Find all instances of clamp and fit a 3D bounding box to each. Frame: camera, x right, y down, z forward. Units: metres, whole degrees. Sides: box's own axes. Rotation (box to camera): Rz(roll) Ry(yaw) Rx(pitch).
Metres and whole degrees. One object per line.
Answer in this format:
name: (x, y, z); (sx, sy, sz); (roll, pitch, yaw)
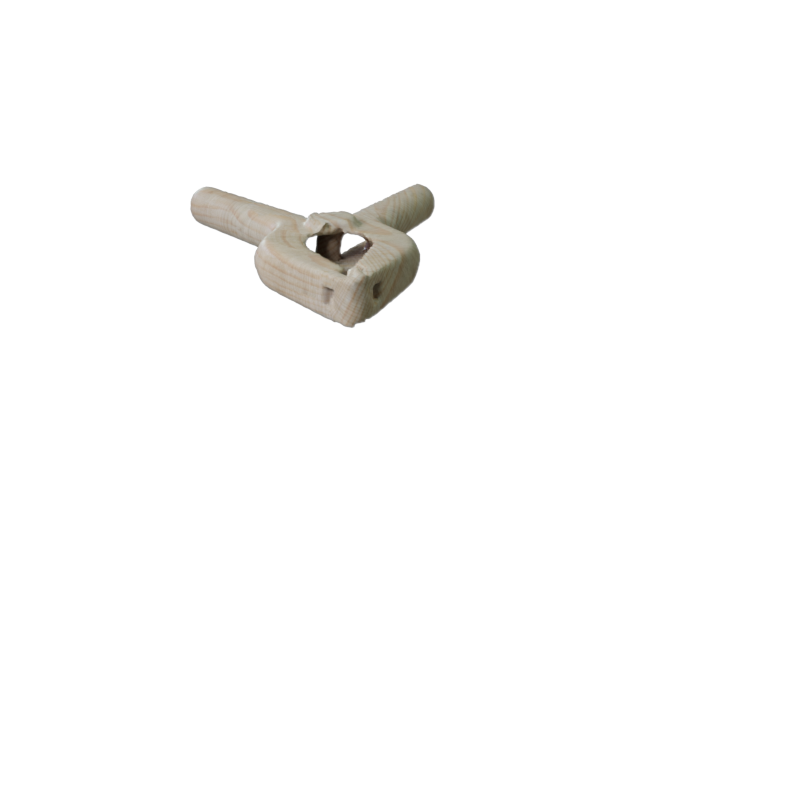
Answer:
clamp: (-0.052, -0.096, 0.669); (0.164, 0.035, 0.221); (-1, 24, -2)
